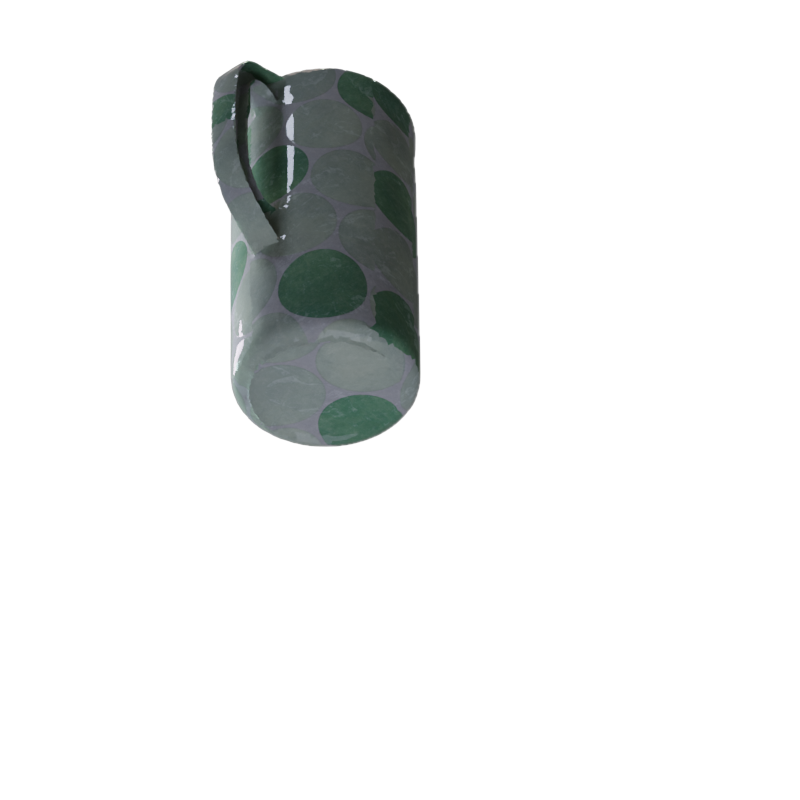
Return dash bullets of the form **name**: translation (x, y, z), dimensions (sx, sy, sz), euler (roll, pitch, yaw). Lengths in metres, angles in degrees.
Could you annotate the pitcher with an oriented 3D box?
- **pitcher**: translation (-0.055, -0.101, 0.706), dimensions (0.147, 0.261, 0.136), euler (6, -46, -9)
